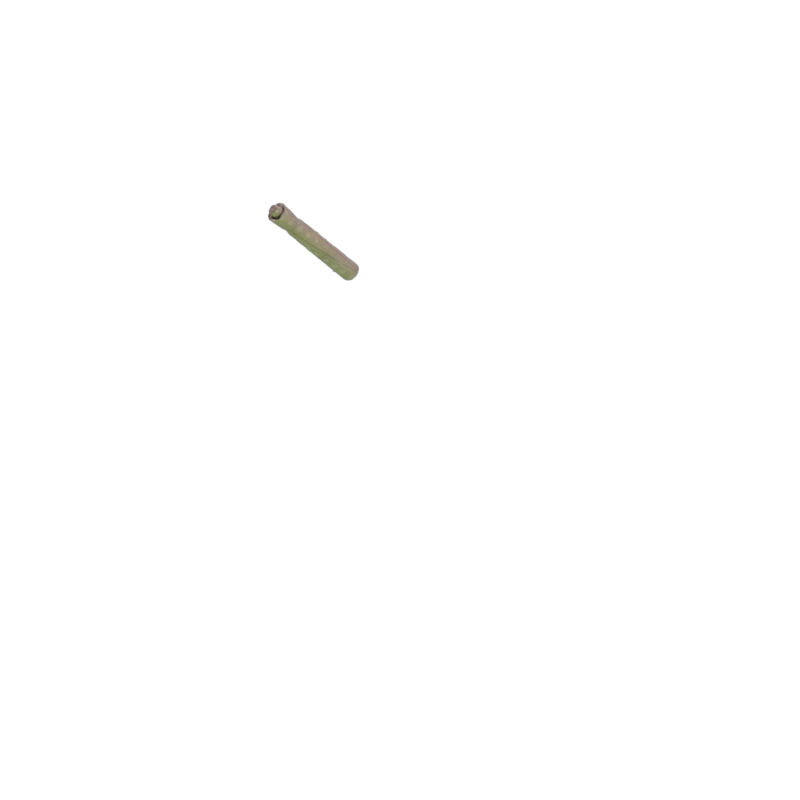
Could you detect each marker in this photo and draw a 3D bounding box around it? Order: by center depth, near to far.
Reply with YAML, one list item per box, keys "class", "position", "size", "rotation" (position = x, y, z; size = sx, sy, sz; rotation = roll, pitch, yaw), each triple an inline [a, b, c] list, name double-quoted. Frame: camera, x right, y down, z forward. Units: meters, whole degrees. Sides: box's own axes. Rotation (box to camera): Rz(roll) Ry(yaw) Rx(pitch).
- class: "marker"
  position: [-0.078, -0.142, 0.991]
  size: [0.021, 0.020, 0.112]
  rotation: [3, -22, 40]
